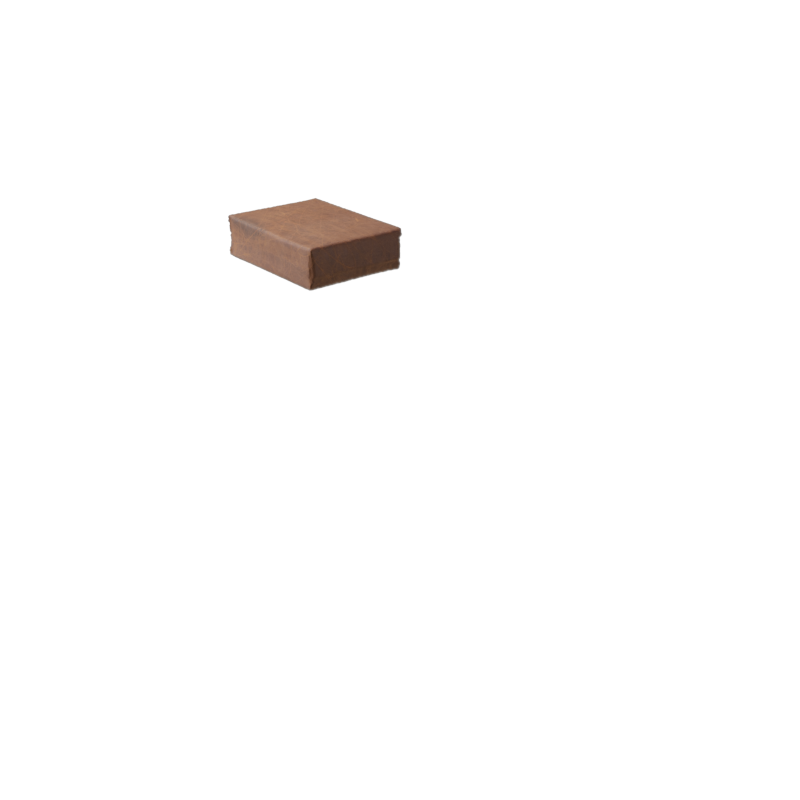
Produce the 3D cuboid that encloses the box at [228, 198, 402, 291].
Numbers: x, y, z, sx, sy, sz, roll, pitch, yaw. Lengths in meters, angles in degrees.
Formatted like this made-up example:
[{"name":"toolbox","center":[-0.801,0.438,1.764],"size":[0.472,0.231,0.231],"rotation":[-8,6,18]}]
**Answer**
[{"name":"box","center":[-0.068,-0.125,0.874],"size":[0.088,0.037,0.121],"rotation":[-17,27,-36]}]
